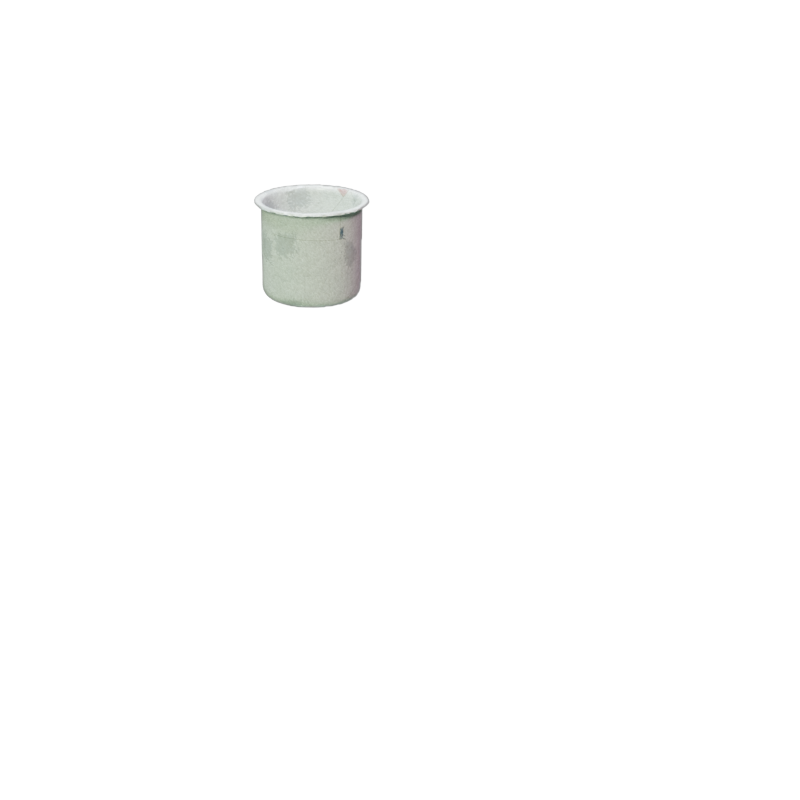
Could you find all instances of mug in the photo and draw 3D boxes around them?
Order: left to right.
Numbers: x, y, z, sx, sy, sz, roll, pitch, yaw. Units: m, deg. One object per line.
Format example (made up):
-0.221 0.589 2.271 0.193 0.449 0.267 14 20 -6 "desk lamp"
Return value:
-0.072 -0.131 0.919 0.094 0.078 0.122 2 23 3 "mug"
